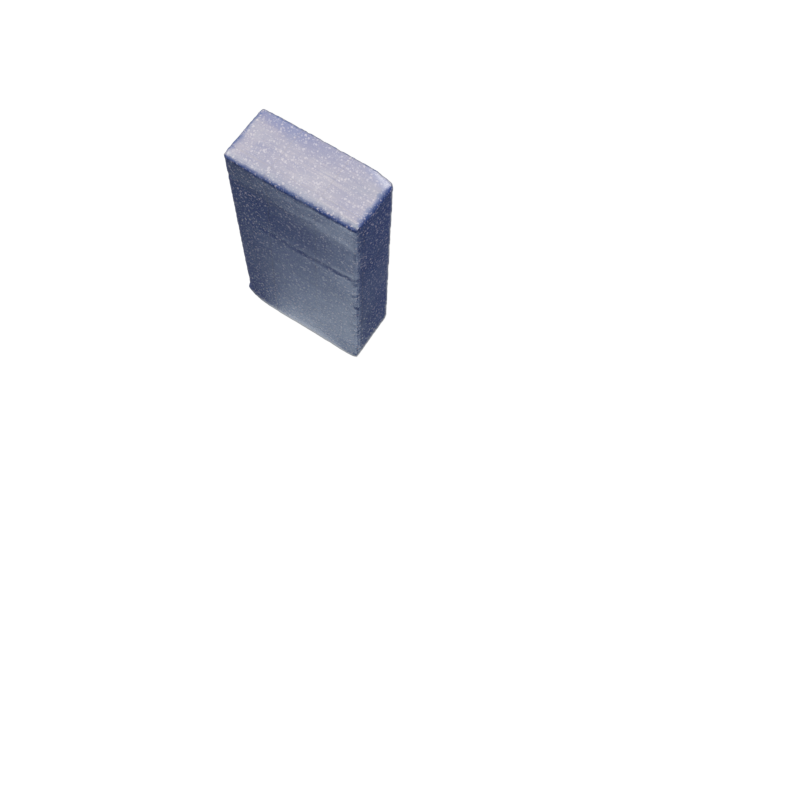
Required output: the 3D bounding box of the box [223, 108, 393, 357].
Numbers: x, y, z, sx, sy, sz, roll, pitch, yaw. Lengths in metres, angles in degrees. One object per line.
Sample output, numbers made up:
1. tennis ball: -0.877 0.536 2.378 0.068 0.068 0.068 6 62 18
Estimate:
1. box: -0.054 -0.098 0.688 0.096 0.049 0.167 33 -22 11
